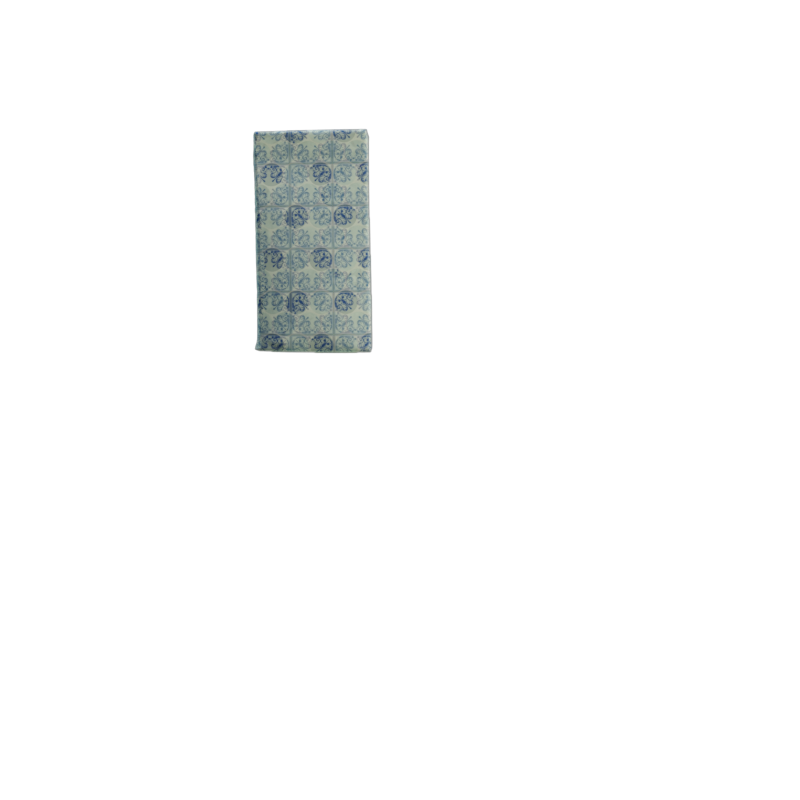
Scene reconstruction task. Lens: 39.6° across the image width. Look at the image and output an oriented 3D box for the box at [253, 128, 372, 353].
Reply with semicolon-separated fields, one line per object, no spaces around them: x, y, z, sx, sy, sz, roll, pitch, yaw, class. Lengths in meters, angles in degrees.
-0.069;-0.127;0.887;0.094;0.178;0.047;0;-3;3;box
